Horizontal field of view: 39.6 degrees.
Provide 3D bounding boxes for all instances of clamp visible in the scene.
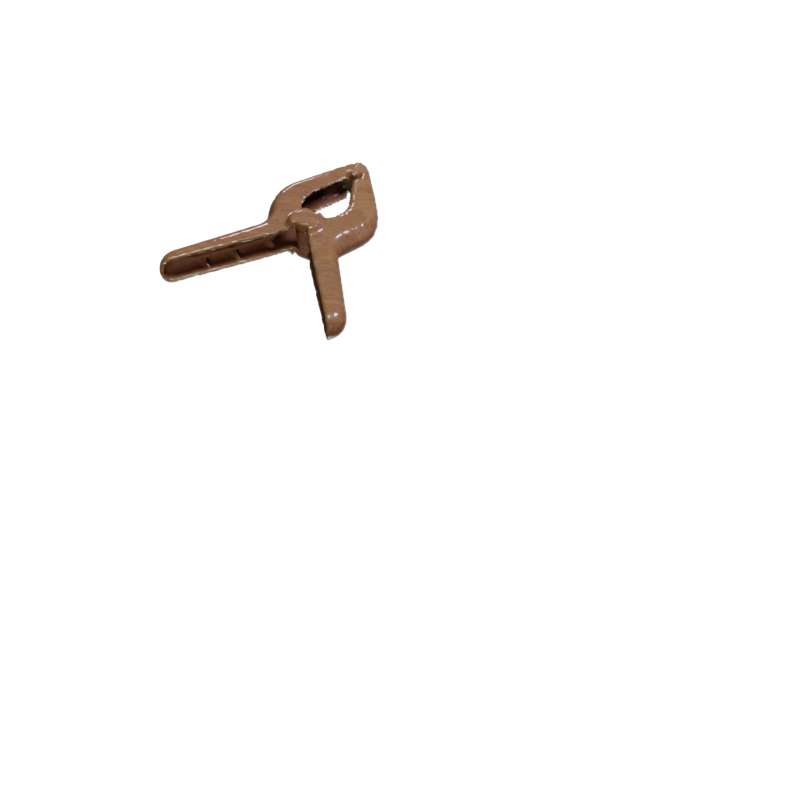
[{"bbox_3d":[-0.072,-0.131,0.918,0.173,0.034,0.214,24,47,25],"label":"clamp"}]
